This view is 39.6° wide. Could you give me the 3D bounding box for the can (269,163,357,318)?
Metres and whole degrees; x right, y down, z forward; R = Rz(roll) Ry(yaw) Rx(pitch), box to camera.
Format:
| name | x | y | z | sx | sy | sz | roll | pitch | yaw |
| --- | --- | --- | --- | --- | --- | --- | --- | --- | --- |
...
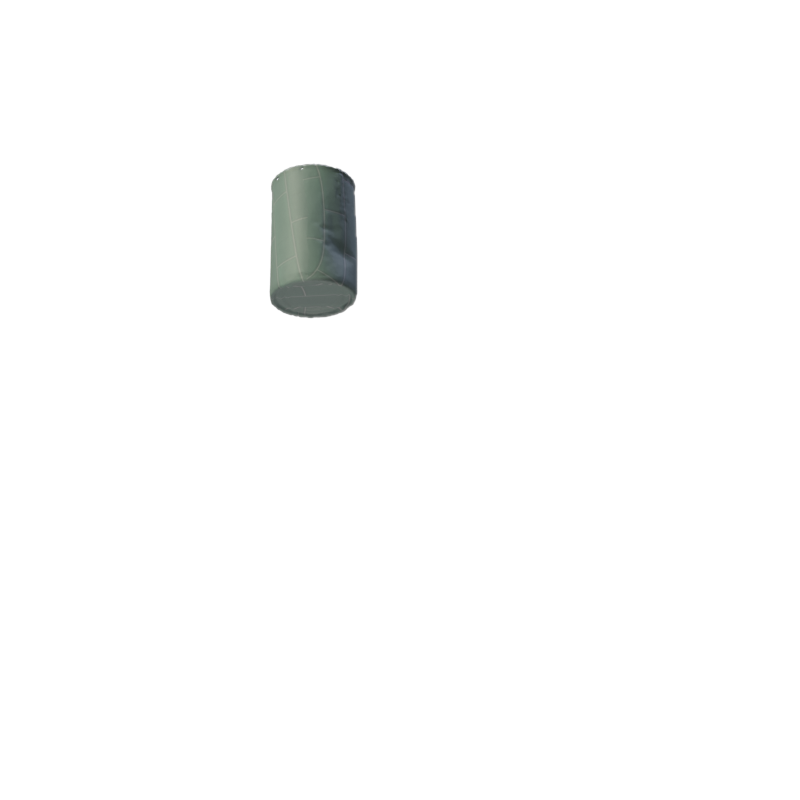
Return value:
| name | x | y | z | sx | sy | sz | roll | pitch | yaw |
| --- | --- | --- | --- | --- | --- | --- | --- | --- | --- |
| can | -0.068 | -0.124 | 0.866 | 0.068 | 0.108 | 0.065 | 0 | -26 | -2 |
